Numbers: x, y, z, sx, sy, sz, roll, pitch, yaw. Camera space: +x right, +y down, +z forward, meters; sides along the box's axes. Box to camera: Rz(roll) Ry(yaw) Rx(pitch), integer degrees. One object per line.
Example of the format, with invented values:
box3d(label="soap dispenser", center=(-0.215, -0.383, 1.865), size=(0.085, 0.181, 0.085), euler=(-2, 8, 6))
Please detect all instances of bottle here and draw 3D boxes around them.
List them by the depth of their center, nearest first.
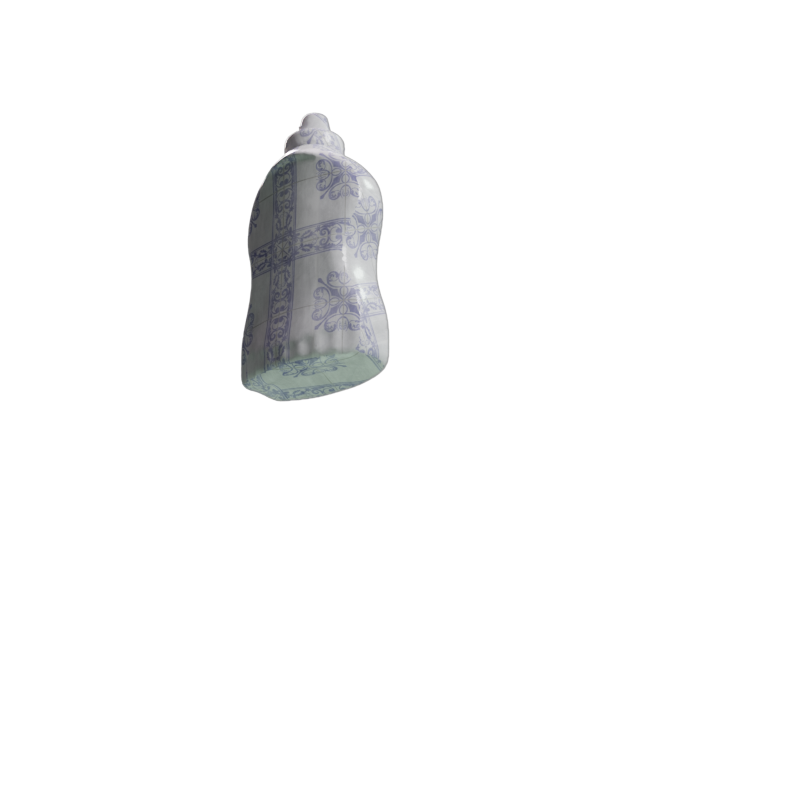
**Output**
box3d(label="bottle", center=(-0.055, -0.101, 0.711), size=(0.097, 0.203, 0.054), euler=(-21, -32, 34))
